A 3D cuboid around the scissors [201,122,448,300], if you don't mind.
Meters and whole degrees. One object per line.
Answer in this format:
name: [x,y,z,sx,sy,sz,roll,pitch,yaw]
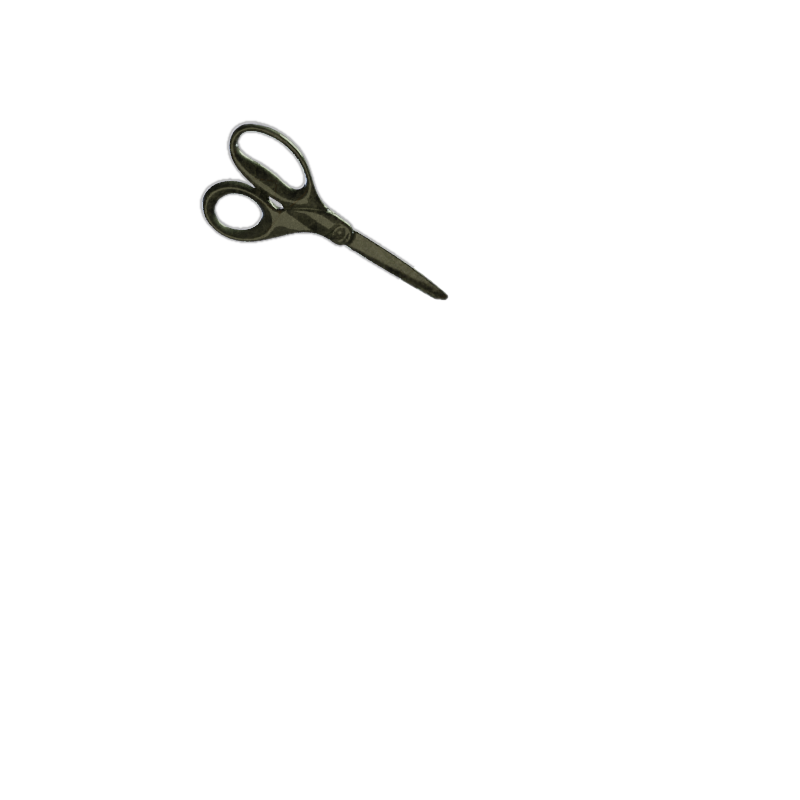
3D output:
scissors: [-0.065,-0.118,0.824,0.096,0.195,0.016,-40,13,11]
